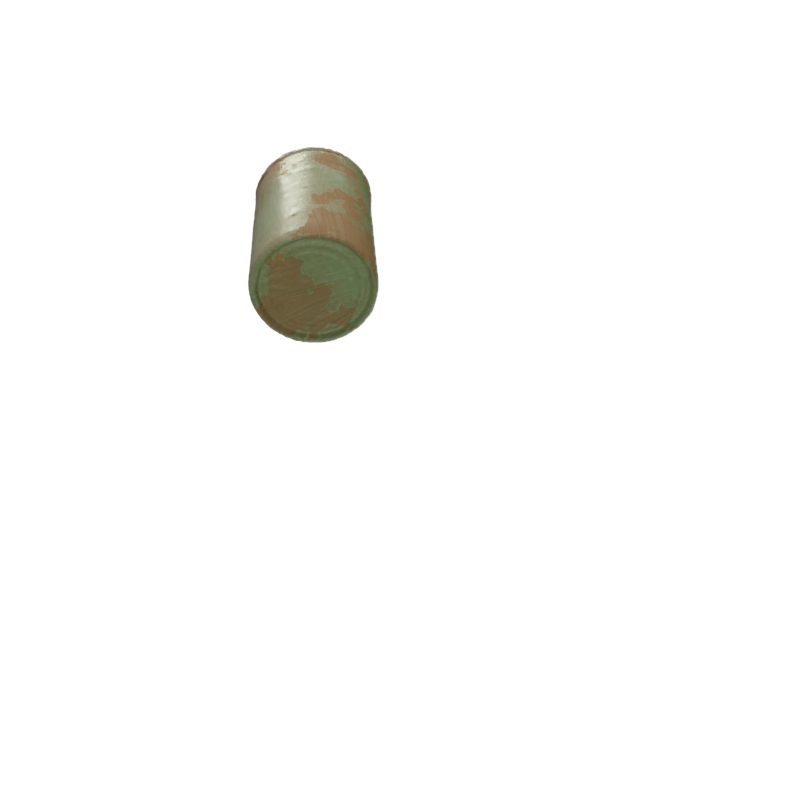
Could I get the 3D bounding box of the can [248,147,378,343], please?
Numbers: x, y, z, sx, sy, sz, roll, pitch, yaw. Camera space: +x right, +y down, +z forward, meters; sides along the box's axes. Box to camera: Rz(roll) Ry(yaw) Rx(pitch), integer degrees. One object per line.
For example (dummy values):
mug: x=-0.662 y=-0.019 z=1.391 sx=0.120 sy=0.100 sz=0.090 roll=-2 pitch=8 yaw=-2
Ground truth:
can: x=-0.047 y=-0.086 z=0.604 sx=0.068 sy=0.064 sz=0.109 roll=-1 pitch=34 yaw=-3
